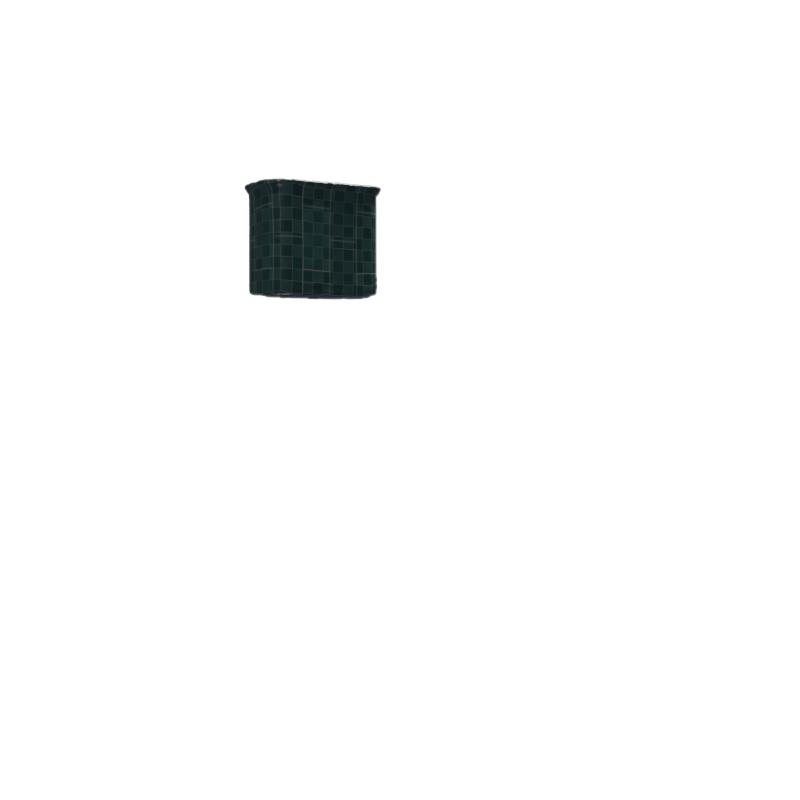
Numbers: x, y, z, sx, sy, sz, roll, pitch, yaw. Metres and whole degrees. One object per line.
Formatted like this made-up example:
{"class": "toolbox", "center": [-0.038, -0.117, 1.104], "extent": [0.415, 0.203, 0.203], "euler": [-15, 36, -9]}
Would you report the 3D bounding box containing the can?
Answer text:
{"class": "can", "center": [-0.065, -0.119, 0.832], "extent": [0.098, 0.085, 0.059], "euler": [0, -3, -32]}
